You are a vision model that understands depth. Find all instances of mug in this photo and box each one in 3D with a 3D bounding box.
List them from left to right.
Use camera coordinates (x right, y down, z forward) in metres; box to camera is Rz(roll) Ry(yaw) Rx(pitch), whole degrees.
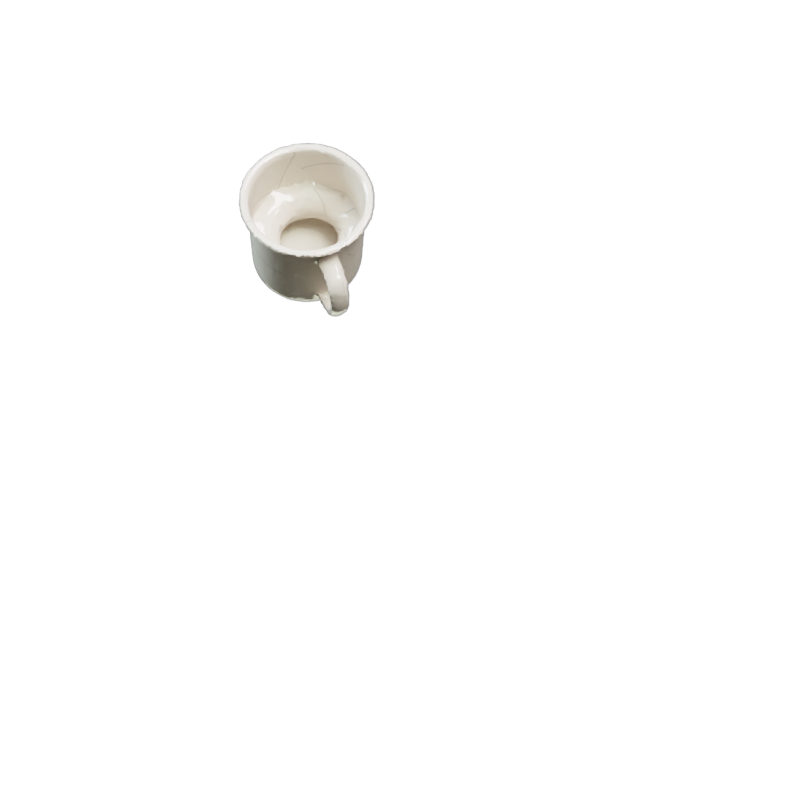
[{"bbox_3d":[-0.061,-0.112,0.785,0.093,0.125,0.077,-20,-26,-12],"label":"mug"}]
